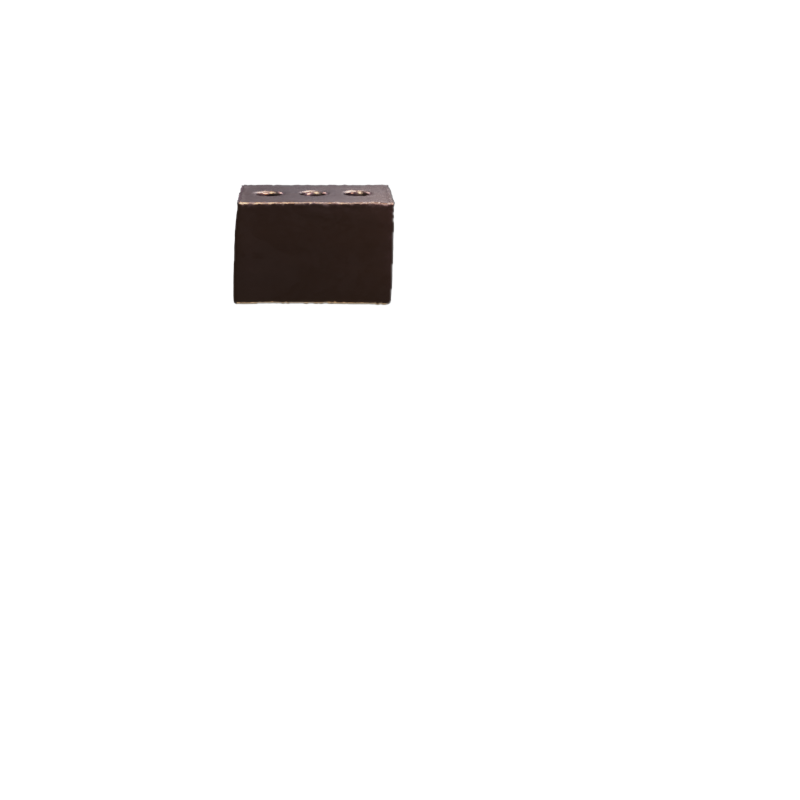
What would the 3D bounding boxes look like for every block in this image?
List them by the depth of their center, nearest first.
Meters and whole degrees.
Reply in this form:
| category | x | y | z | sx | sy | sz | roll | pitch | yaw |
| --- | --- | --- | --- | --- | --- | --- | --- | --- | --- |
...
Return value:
| category | x | y | z | sx | sy | sz | roll | pitch | yaw |
| --- | --- | --- | --- | --- | --- | --- | --- | --- | --- |
| block | -0.044 | -0.079 | 0.556 | 0.078 | 0.049 | 0.055 | 0 | 18 | -2 |
